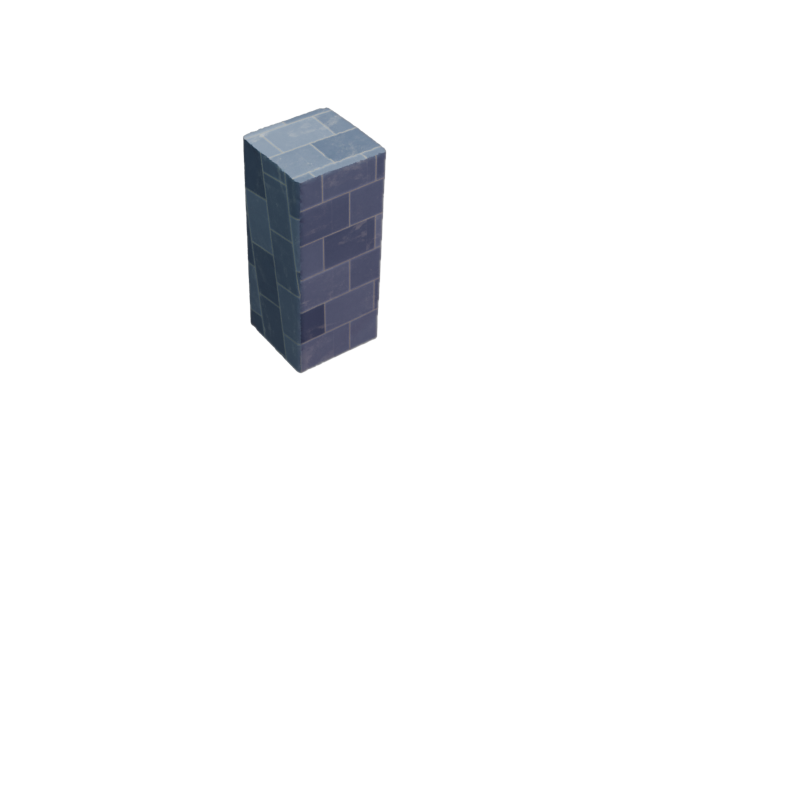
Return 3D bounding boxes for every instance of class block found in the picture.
[{"bbox_3d":[-0.077,-0.140,0.981,0.090,0.192,0.097,-24,48,-28],"label":"block"}]
